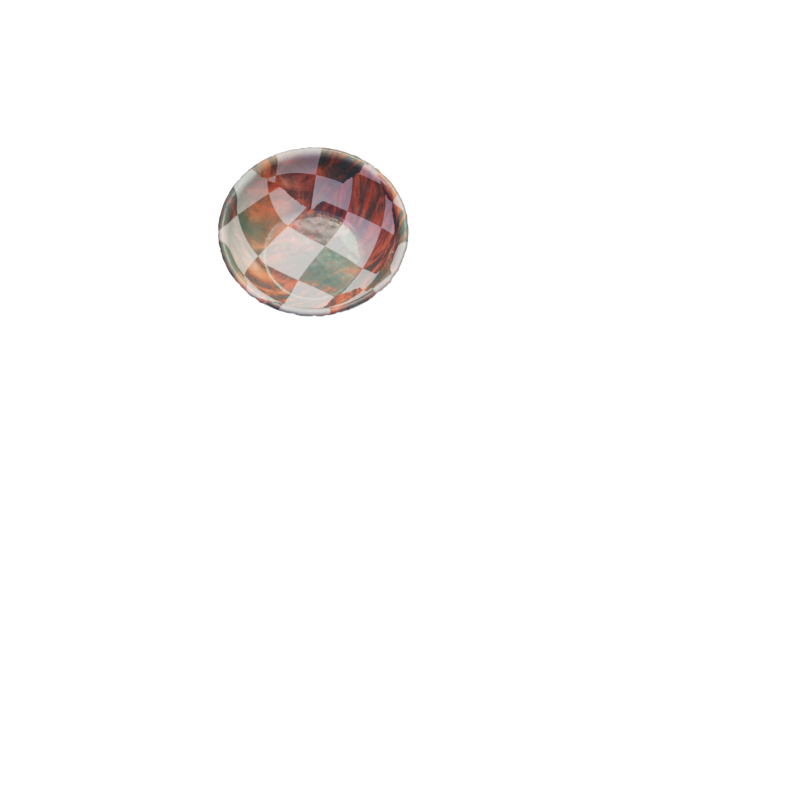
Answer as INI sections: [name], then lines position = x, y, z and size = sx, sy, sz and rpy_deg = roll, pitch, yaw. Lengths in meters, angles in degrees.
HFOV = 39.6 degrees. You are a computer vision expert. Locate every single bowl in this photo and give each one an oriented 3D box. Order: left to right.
[bowl]
position = -0.075, -0.137, 0.960
size = 0.162, 0.171, 0.052
rpy_deg = -1, -25, -1
